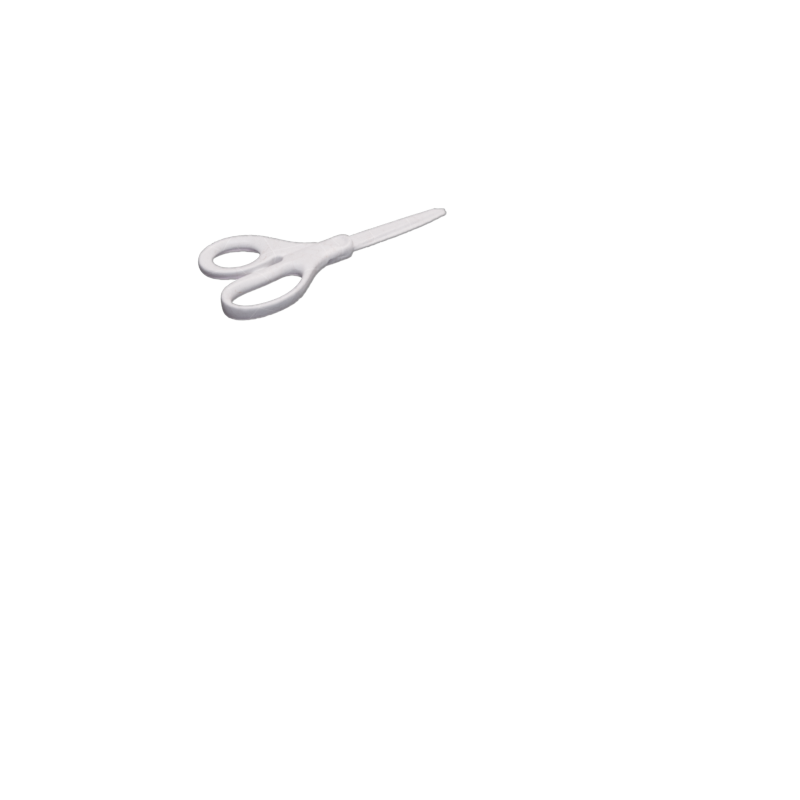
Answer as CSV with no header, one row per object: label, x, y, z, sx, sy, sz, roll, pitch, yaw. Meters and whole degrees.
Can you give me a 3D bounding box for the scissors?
scissors,-0.065,-0.118,0.824,0.102,0.015,0.203,29,47,30
